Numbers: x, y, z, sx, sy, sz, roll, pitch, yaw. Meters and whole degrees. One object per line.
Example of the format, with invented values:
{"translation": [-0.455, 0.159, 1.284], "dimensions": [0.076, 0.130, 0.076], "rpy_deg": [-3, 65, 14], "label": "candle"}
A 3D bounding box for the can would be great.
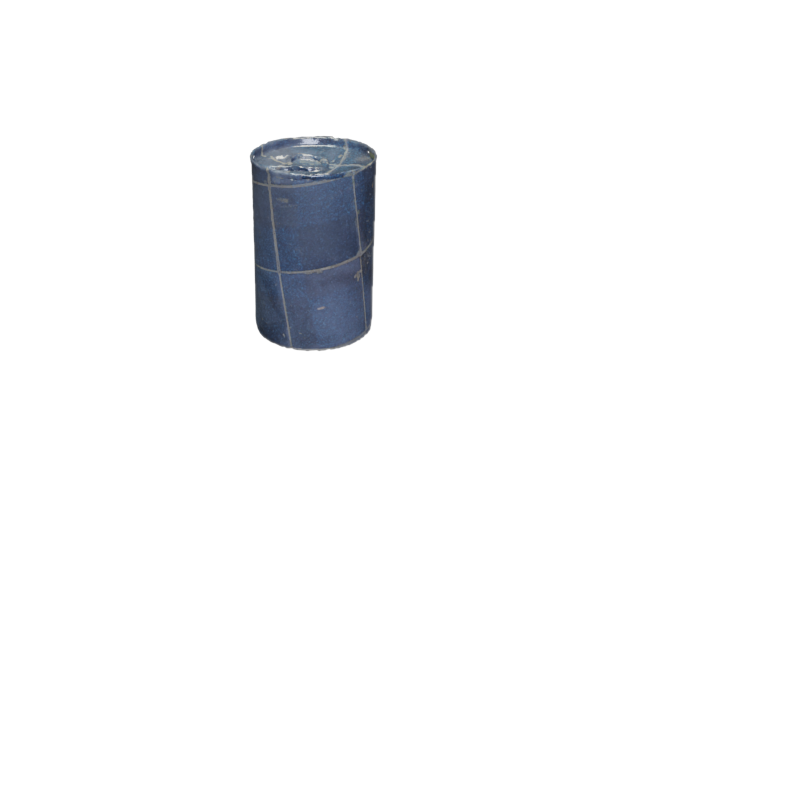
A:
{"translation": [-0.048, -0.087, 0.610], "dimensions": [0.068, 0.097, 0.072], "rpy_deg": [0, 25, -2], "label": "can"}
